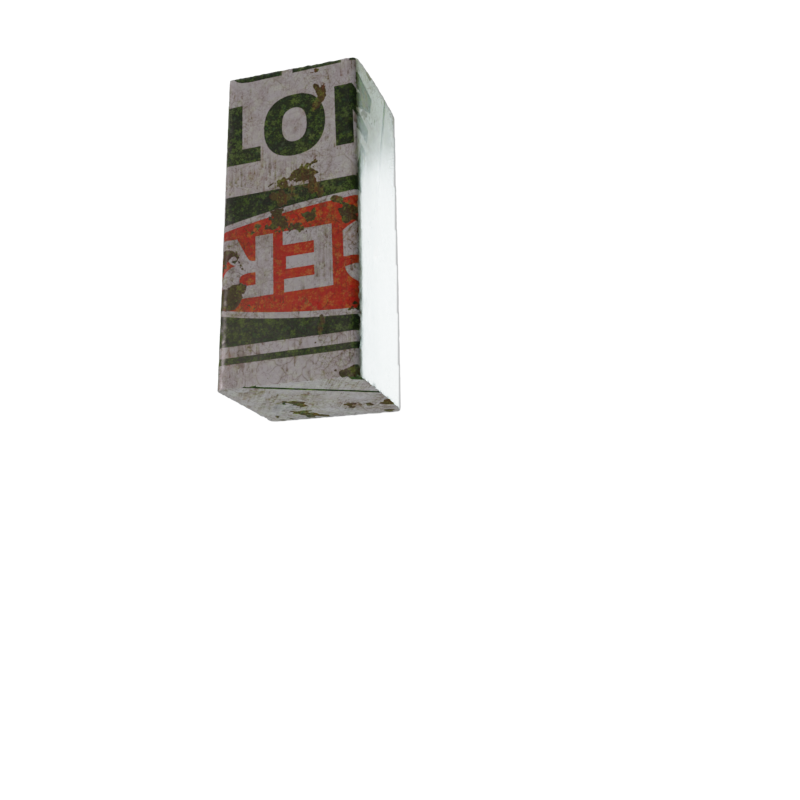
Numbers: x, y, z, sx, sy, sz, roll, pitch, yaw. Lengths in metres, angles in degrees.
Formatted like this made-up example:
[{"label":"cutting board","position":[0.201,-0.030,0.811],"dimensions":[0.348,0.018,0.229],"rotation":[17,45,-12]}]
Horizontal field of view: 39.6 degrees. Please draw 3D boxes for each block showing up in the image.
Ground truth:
[{"label":"block","position":[-0.055,-0.100,0.704],"dimensions":[0.092,0.216,0.084],"rotation":[-8,-21,16]}]
